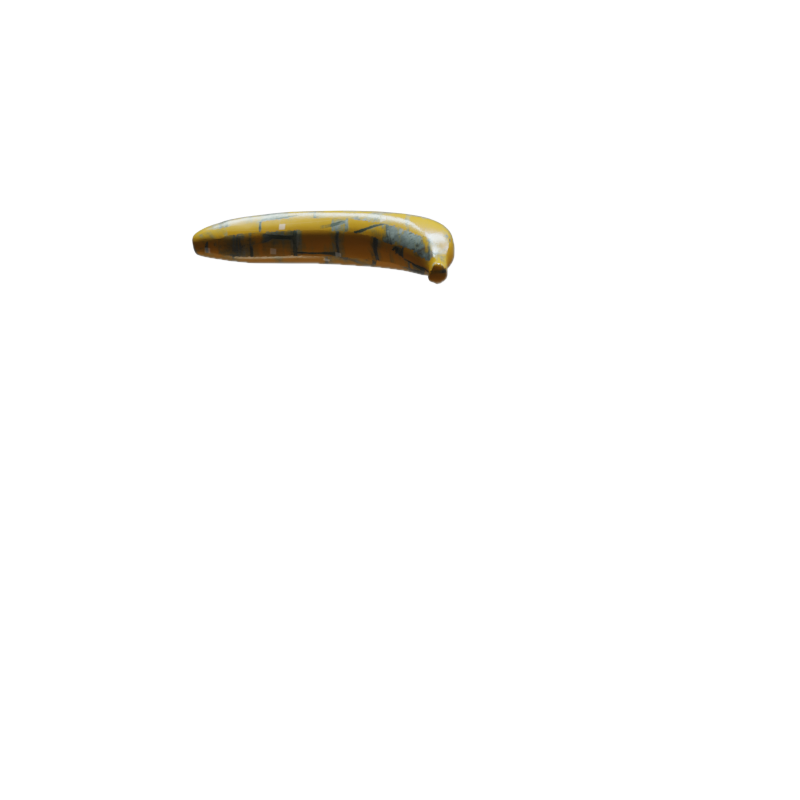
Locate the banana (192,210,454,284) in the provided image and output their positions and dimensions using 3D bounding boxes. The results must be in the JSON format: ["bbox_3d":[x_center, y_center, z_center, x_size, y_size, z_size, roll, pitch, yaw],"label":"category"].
[{"bbox_3d":[-0.041,-0.102,0.706,0.207,0.036,0.068,9,14,35],"label":"banana"}]
